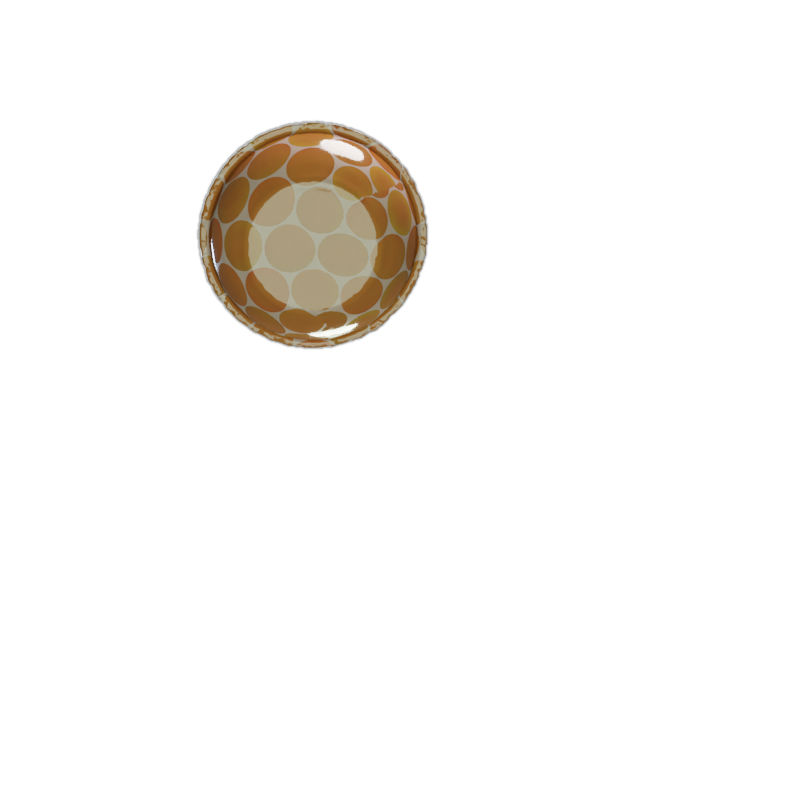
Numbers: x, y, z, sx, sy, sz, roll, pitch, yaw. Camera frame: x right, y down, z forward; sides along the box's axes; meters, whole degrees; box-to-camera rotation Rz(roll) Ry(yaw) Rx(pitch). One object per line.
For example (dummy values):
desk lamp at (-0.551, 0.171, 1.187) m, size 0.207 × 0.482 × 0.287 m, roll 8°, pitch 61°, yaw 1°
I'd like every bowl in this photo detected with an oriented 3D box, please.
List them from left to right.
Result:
bowl at (-0.059, -0.108, 0.759) m, size 0.162 × 0.159 × 0.056 m, roll 0°, pitch 9°, yaw -1°
